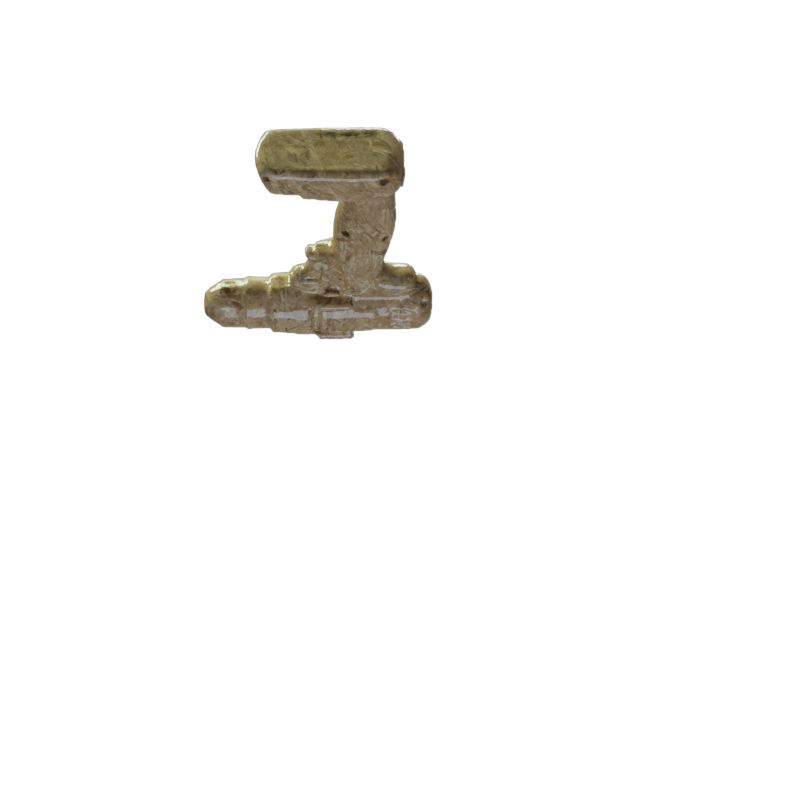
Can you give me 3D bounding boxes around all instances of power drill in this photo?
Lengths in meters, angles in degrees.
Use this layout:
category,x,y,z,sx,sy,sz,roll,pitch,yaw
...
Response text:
category,x,y,z,sx,sy,sz,roll,pitch,yaw
power drill,-0.066,-0.121,0.848,0.185,0.062,0.174,-1,-39,1
